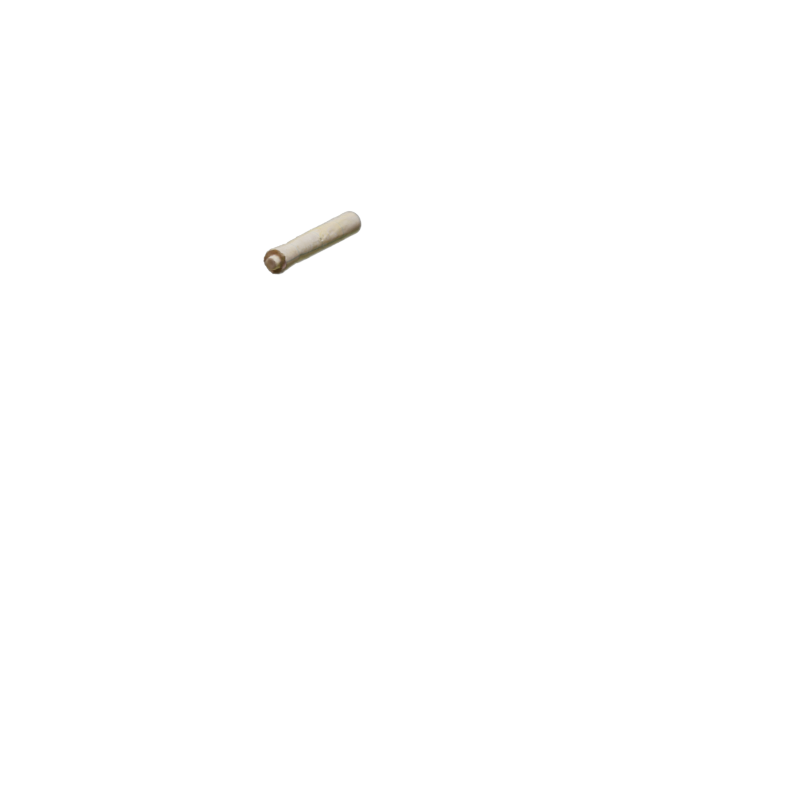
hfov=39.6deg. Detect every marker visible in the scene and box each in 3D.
[{"bbox_3d":[-0.063,-0.116,0.811,0.020,0.019,0.122,2,22,26],"label":"marker"}]
